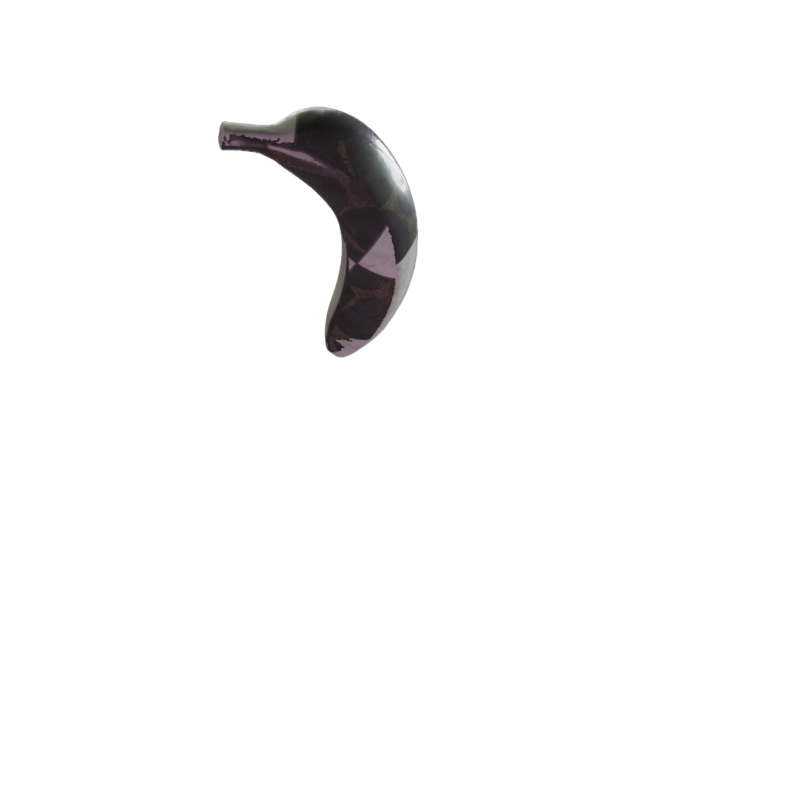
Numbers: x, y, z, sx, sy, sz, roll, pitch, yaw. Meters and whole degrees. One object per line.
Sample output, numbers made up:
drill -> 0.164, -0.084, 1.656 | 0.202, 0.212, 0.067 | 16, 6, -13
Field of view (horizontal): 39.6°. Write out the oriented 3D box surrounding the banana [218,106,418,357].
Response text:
banana -> -0.025, -0.081, 0.535 | 0.070, 0.039, 0.183 | -7, -32, 11
